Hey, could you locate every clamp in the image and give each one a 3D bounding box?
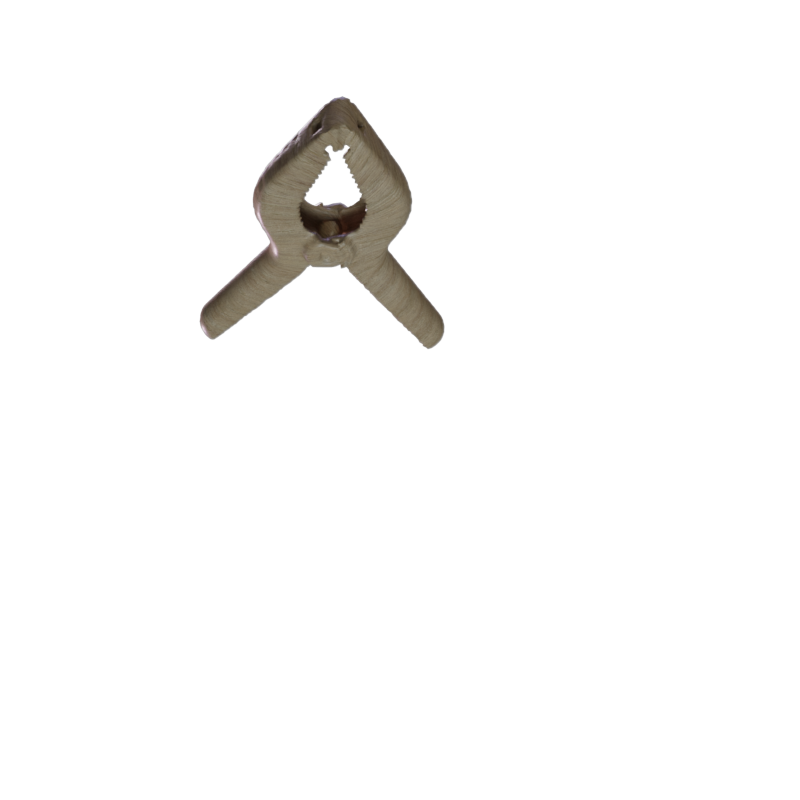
[{"bbox_3d":[-0.054,-0.098,0.690,0.165,0.039,0.195,-1,-38,2],"label":"clamp"}]
